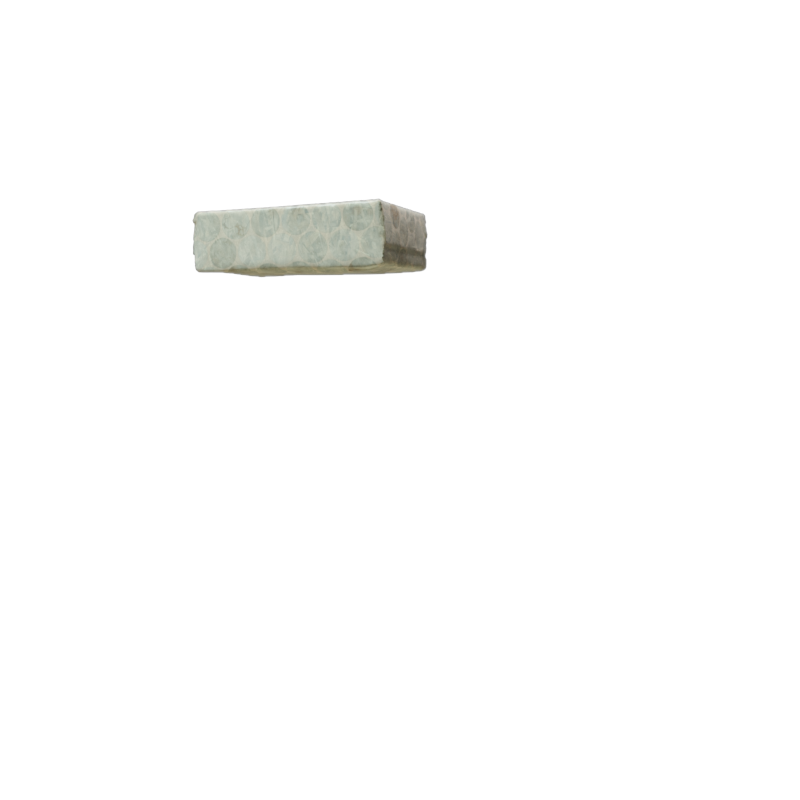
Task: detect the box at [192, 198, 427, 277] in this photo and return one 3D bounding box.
[{"bbox_3d":[-0.050,-0.091,0.639,0.116,0.039,0.088,2,4,19],"label":"box"}]
